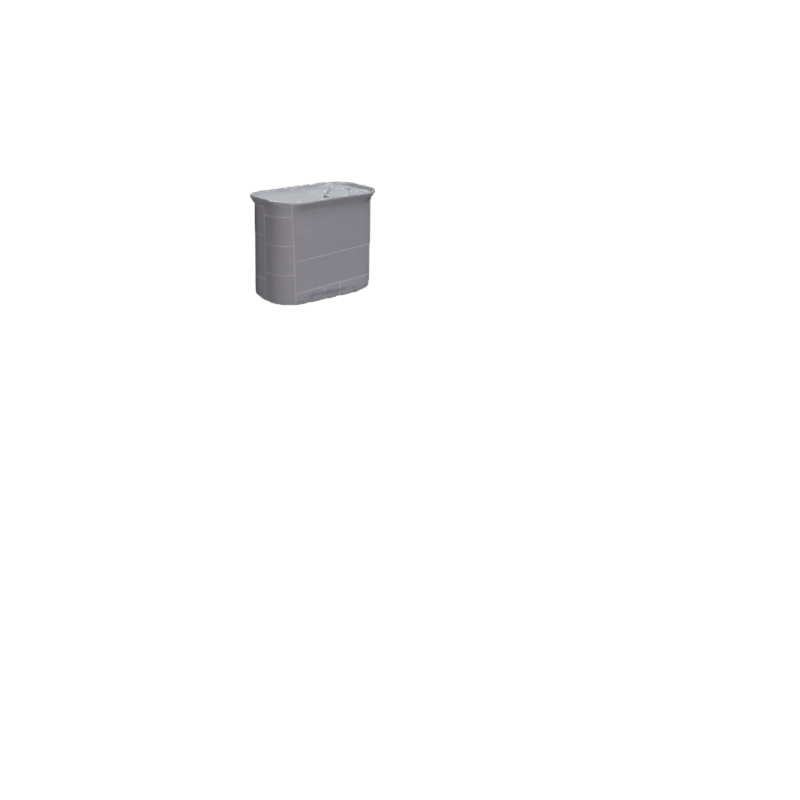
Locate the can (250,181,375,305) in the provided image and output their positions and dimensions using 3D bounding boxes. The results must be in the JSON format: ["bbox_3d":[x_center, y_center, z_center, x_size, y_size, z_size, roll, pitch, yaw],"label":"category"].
[{"bbox_3d":[-0.070,-0.128,0.897,0.100,0.081,0.061,-14,22,-38],"label":"can"}]
